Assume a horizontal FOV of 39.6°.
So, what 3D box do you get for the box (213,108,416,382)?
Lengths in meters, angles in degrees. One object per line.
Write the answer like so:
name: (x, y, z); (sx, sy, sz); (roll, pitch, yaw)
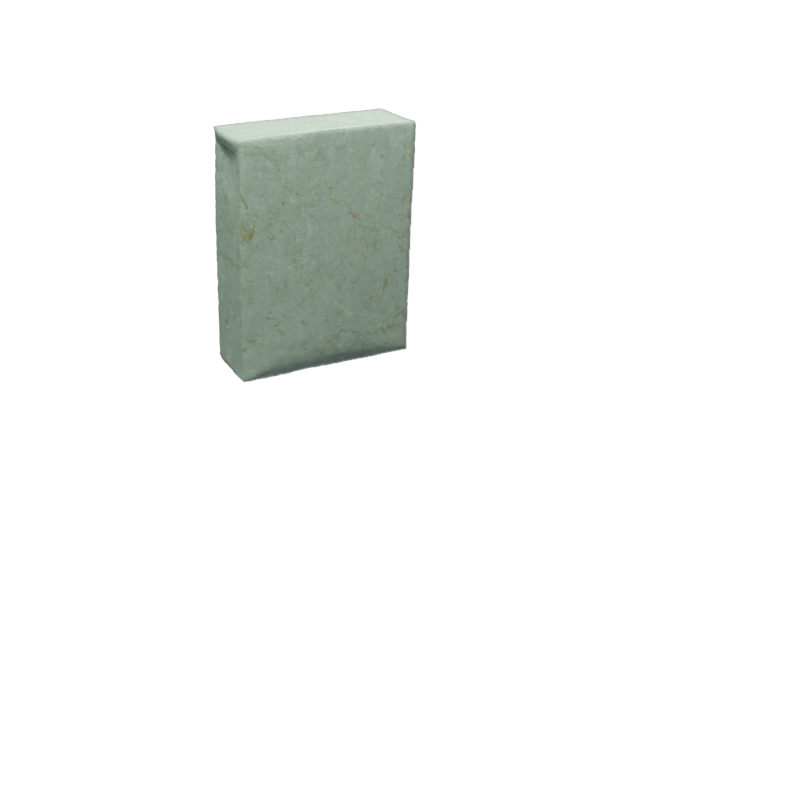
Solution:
box: (-0.075, -0.138, 0.964); (0.161, 0.204, 0.077); (-10, 23, -26)
